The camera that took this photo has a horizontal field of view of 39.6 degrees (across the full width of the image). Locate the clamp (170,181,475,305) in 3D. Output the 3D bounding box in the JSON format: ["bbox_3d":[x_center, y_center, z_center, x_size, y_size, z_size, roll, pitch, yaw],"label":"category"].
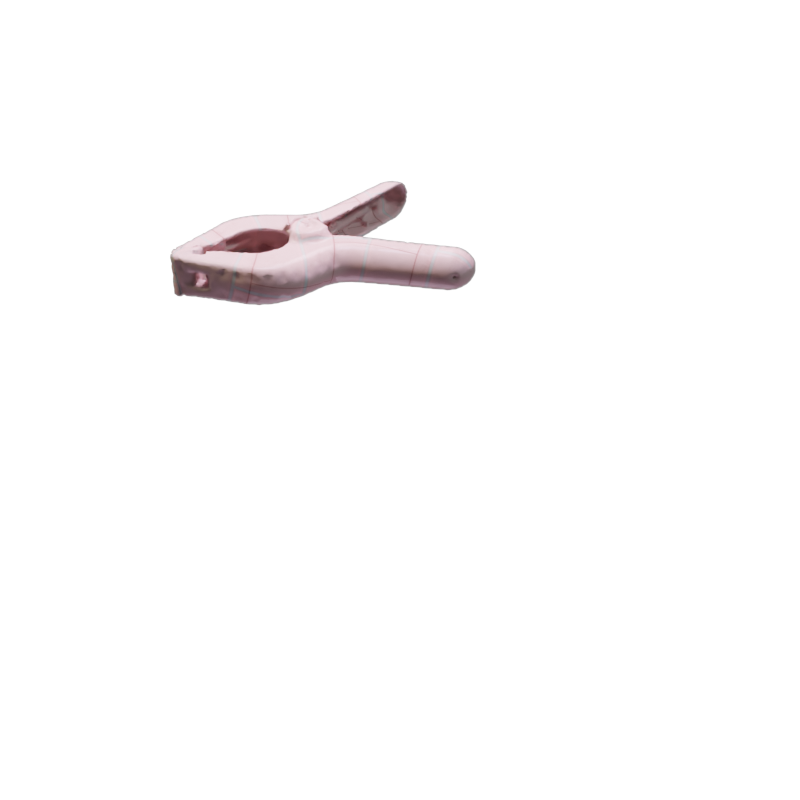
[{"bbox_3d":[-0.052,-0.095,0.665,0.170,0.037,0.128,-5,27,-9],"label":"clamp"}]
